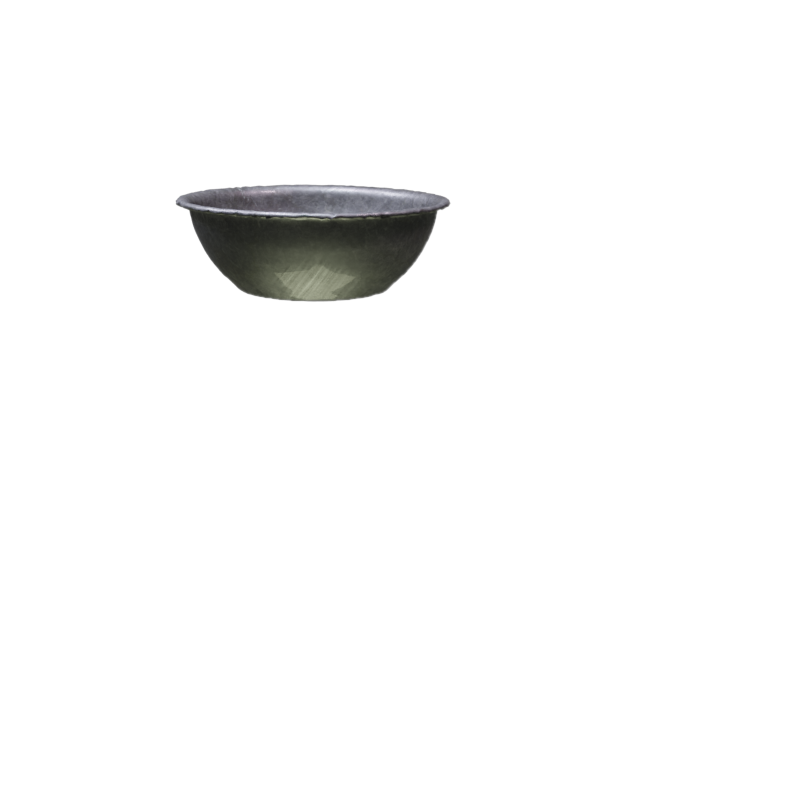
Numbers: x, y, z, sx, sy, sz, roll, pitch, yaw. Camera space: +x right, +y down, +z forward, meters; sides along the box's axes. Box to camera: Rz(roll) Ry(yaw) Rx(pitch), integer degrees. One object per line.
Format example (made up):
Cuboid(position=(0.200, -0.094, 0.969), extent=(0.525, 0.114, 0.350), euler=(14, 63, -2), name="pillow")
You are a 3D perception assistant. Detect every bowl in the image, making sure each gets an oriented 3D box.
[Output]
Cuboid(position=(-0.052, -0.094, 0.660), extent=(0.162, 0.053, 0.167), euler=(-1, 16, -2), name="bowl")
